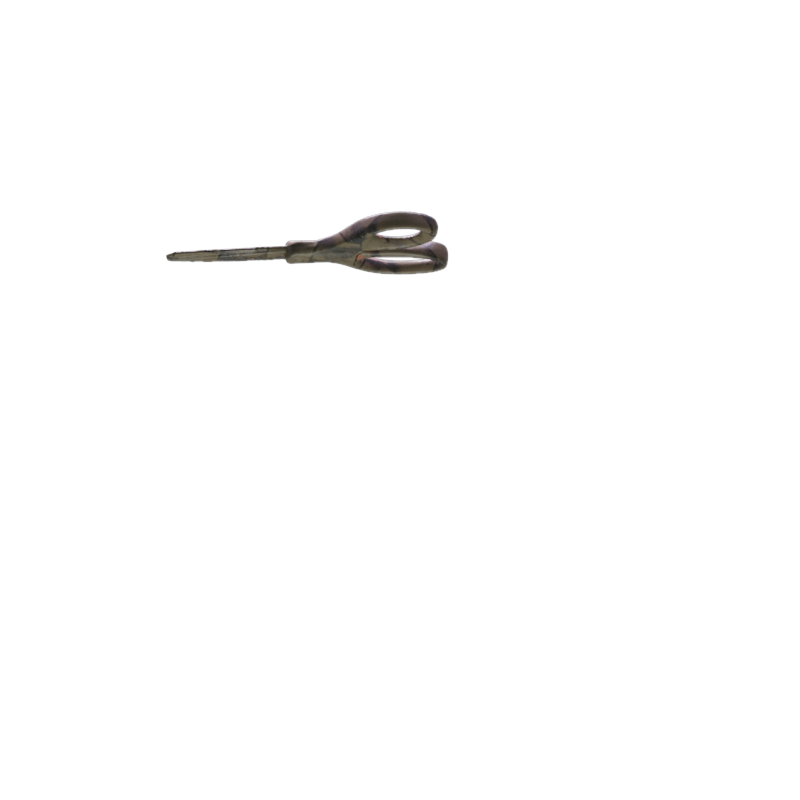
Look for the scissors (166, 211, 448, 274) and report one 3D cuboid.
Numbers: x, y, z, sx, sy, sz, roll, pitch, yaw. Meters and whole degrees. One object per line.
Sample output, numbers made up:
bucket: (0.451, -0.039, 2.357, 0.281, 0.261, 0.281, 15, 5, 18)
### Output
scissors: (-0.061, -0.111, 0.778, 0.199, 0.016, 0.093, 3, -18, -9)
